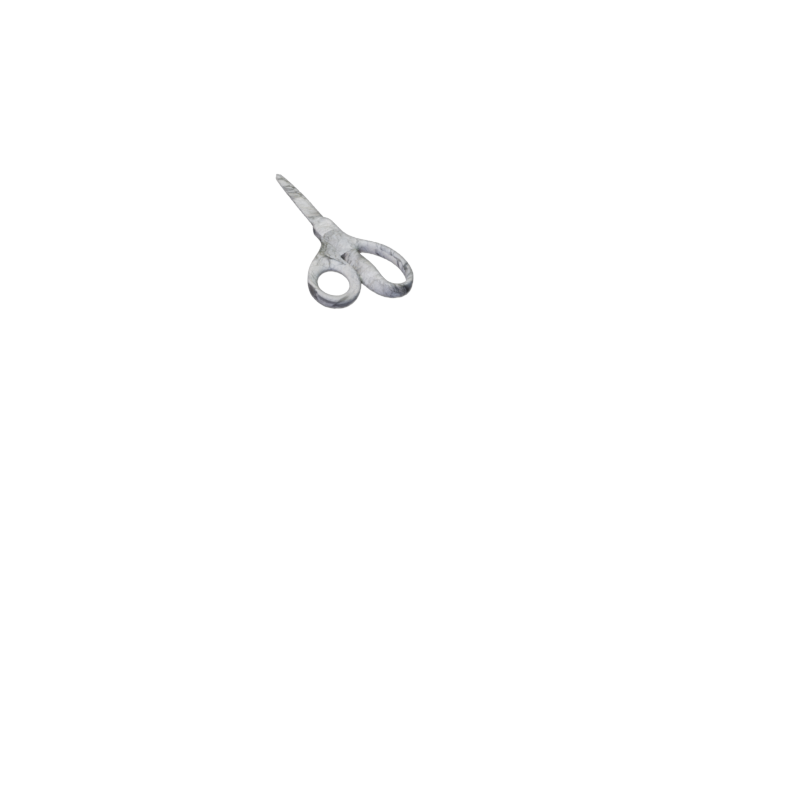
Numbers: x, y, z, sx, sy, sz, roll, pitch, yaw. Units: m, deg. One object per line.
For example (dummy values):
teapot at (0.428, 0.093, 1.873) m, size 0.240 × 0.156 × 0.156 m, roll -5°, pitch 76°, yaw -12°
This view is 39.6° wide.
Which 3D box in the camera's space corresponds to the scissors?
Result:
scissors at (-0.076, -0.138, 0.969) m, size 0.096 × 0.015 × 0.216 m, roll -32°, pitch 51°, yaw -30°
